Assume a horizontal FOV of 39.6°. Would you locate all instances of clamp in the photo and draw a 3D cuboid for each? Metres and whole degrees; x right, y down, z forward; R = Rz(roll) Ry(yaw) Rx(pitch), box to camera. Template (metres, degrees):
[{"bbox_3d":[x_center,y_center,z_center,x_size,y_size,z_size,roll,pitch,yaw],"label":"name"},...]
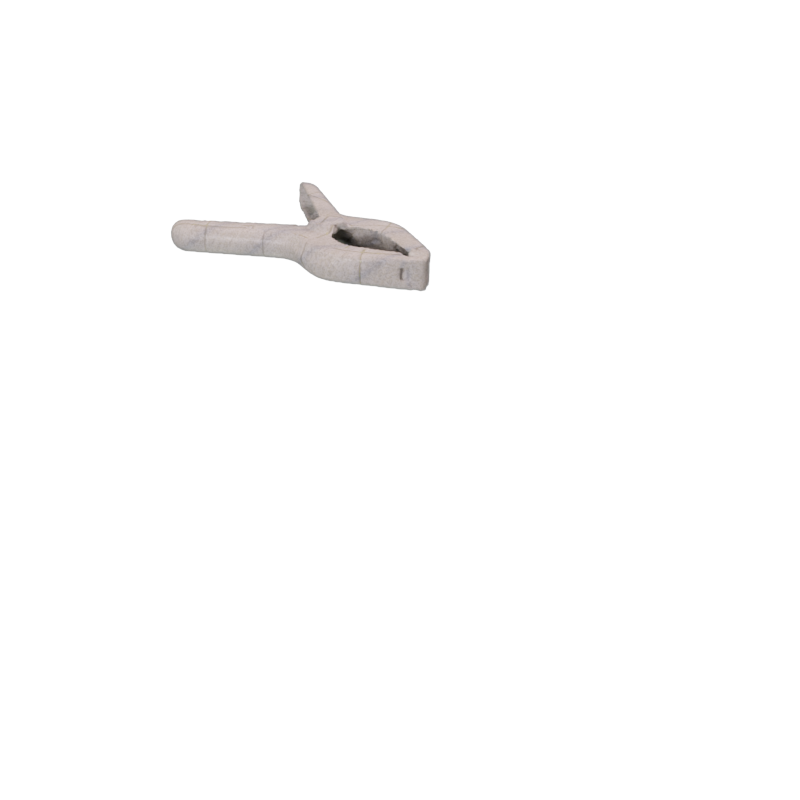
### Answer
[{"bbox_3d":[-0.070,-0.127,0.888,0.162,0.034,0.224,-23,35,-37],"label":"clamp"}]
